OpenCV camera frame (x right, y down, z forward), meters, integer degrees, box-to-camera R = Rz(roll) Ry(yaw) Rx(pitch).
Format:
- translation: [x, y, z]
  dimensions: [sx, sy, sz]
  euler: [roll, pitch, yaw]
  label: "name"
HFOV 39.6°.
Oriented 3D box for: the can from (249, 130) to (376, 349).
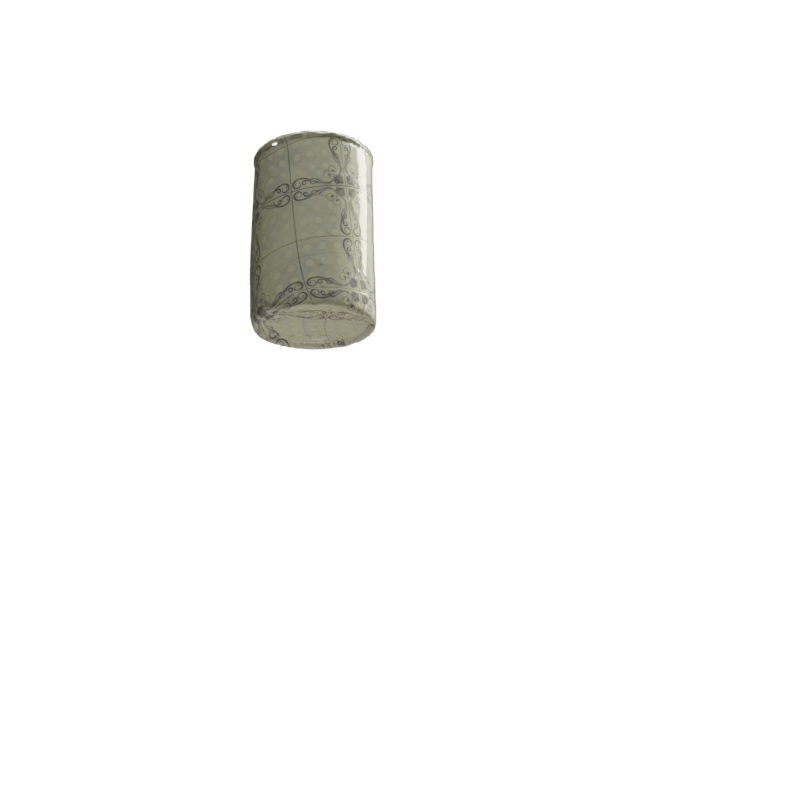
- translation: [-0.047, -0.087, 0.607]
  dimensions: [0.068, 0.108, 0.065]
  euler: [0, -23, -2]
  label: "can"
